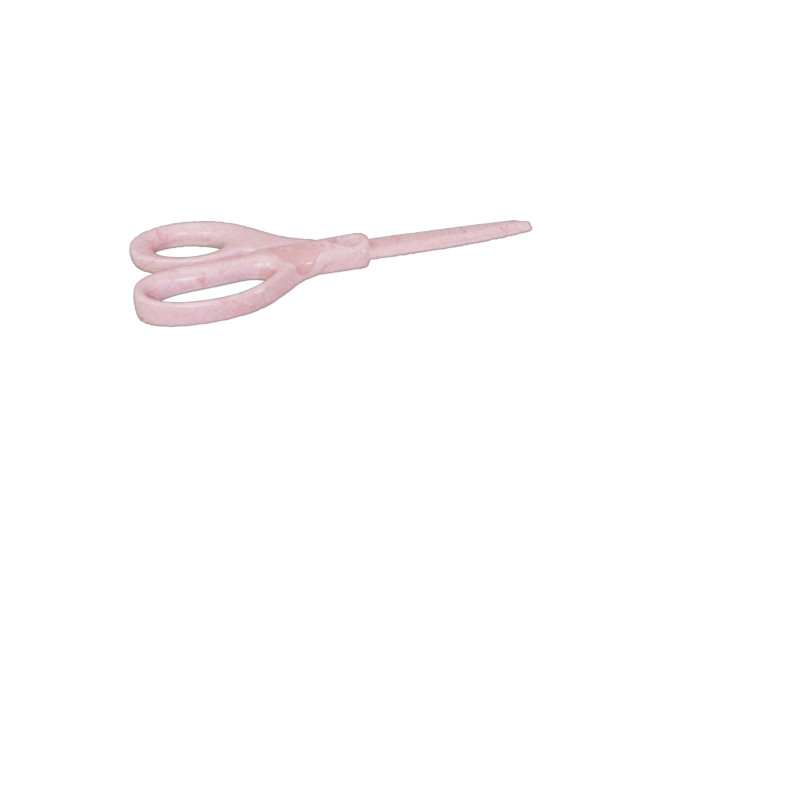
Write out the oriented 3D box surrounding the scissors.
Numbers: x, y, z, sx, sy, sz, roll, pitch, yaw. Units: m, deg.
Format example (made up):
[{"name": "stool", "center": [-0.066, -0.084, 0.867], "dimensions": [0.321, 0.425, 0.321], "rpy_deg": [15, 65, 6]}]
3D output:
[{"name": "scissors", "center": [-0.042, -0.077, 0.538], "dimensions": [0.199, 0.015, 0.103], "rpy_deg": [-21, 37, -31]}]
